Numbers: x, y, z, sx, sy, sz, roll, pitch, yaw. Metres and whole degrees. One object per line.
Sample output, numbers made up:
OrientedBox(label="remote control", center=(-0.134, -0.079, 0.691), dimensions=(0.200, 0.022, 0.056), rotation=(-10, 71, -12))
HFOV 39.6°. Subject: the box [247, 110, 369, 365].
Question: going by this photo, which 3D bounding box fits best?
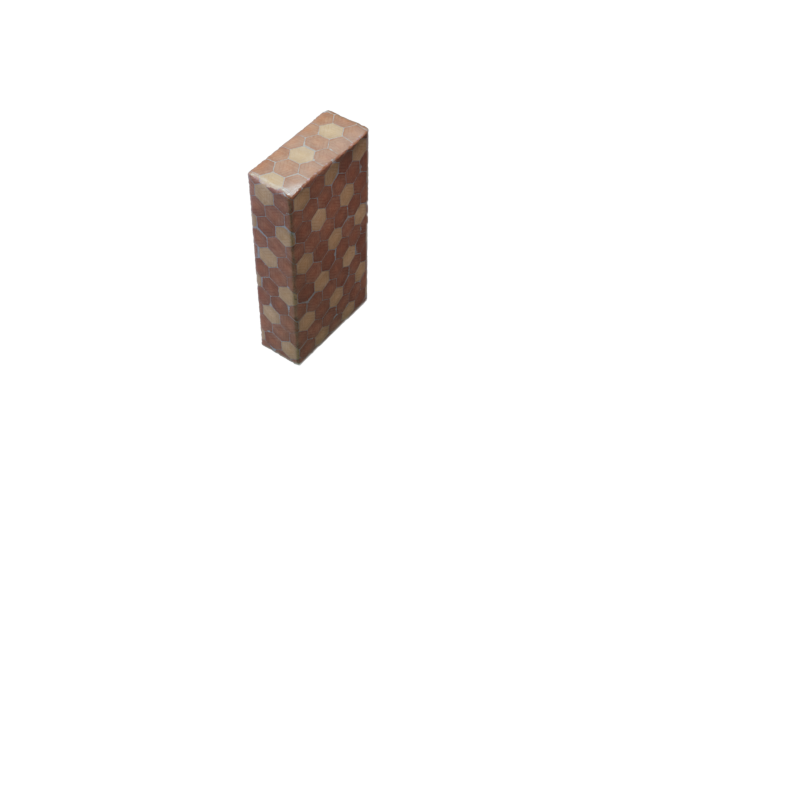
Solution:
OrientedBox(label="box", center=(-0.065, -0.118, 0.827), dimensions=(0.050, 0.164, 0.095), rotation=(29, 54, 20))
